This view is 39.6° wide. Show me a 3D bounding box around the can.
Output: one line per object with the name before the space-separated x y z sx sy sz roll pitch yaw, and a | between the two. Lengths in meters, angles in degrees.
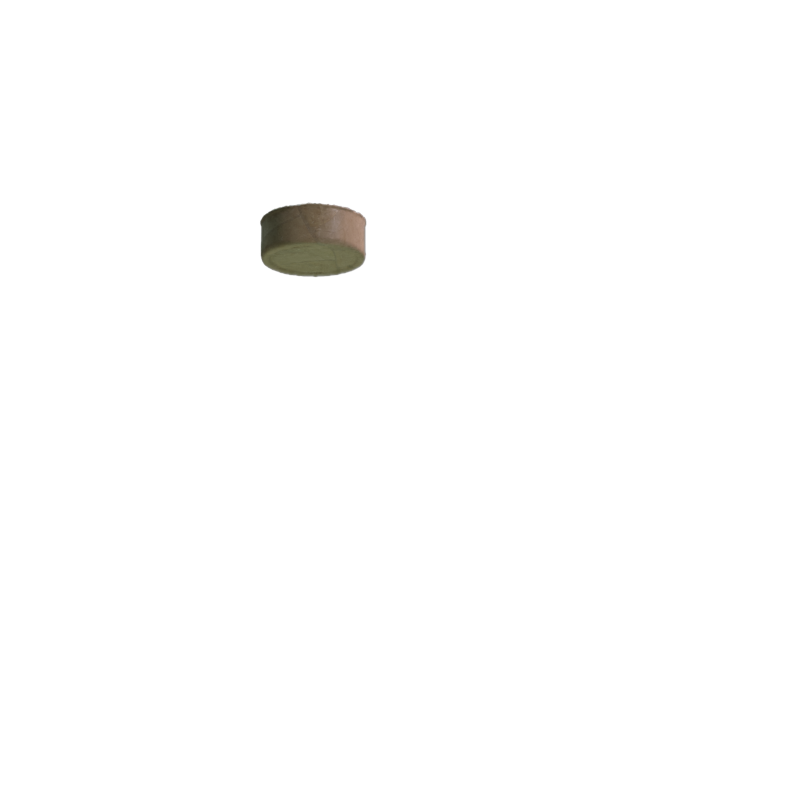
can | -0.070 -0.127 0.890 0.086 0.035 0.083 0 -14 -2
